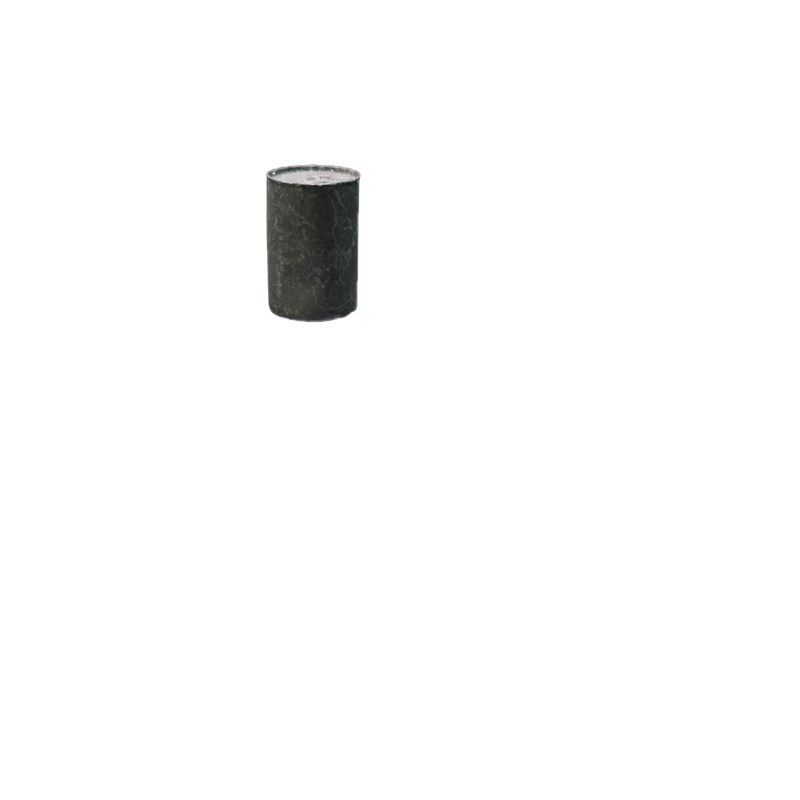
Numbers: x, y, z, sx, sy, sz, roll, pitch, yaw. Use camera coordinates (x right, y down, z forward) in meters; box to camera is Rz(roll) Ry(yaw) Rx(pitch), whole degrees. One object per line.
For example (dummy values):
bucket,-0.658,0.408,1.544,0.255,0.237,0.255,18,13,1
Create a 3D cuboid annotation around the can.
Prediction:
can,-0.063,-0.115,0.806,0.068,0.098,0.071,0,18,-2
